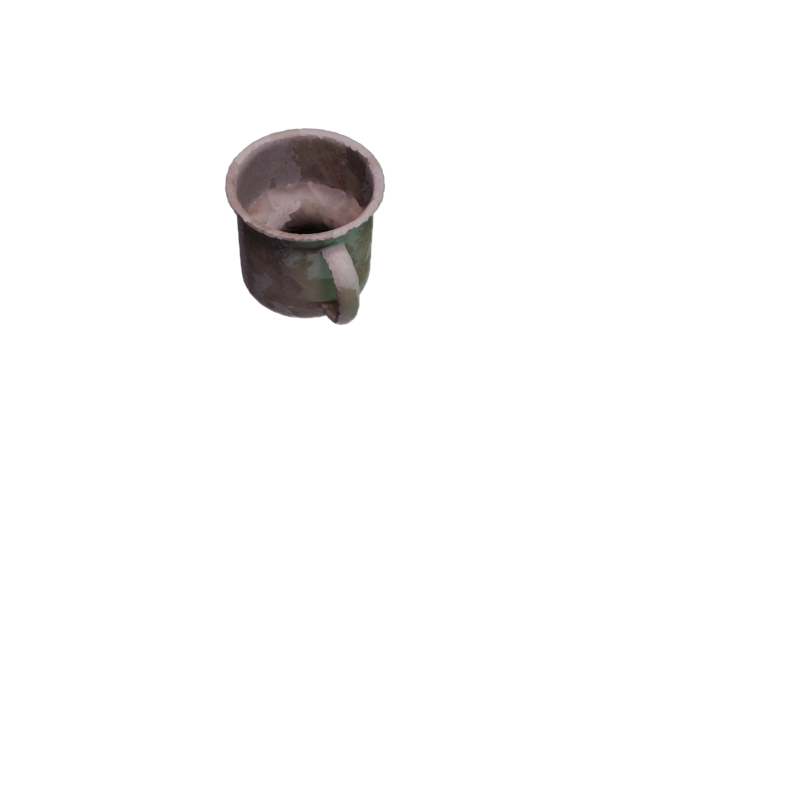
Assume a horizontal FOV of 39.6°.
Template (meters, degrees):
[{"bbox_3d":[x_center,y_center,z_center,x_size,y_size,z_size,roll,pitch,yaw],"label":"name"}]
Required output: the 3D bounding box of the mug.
[{"bbox_3d":[-0.052,-0.095,0.664,0.092,0.126,0.076,-20,-36,-17],"label":"mug"}]
